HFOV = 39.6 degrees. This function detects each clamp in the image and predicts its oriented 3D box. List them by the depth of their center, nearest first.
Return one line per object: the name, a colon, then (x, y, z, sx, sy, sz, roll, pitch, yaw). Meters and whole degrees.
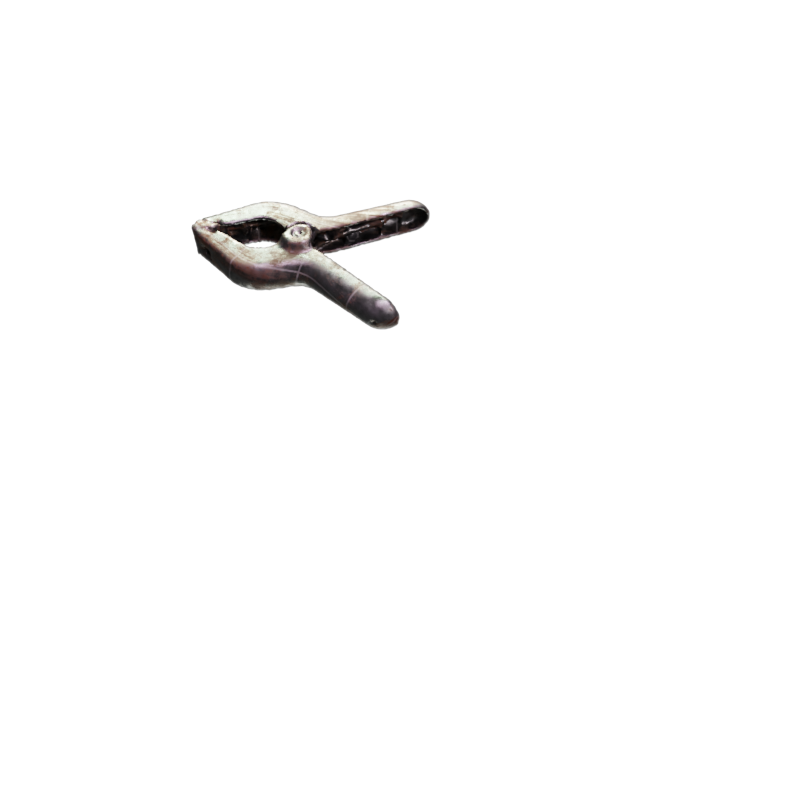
clamp: (-0.063, -0.115, 0.805, 0.177, 0.037, 0.125, 16, 45, 17)
